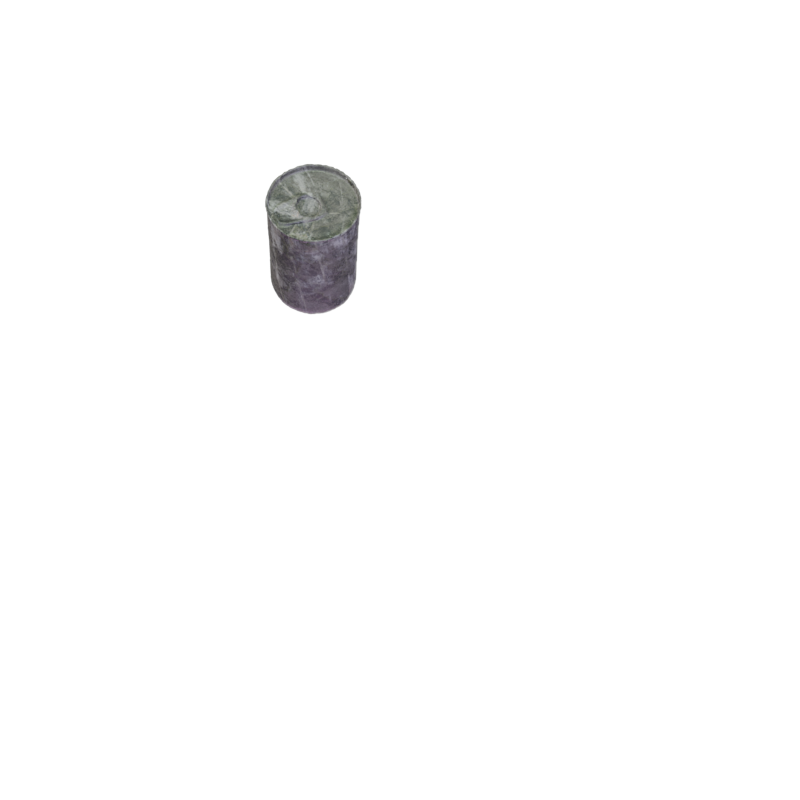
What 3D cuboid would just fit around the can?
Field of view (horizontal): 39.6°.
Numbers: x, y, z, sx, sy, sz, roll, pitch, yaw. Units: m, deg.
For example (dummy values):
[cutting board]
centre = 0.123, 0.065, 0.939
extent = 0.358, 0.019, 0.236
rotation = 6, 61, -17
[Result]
[can]
centre = -0.064, -0.117, 0.821
extent = 0.068, 0.073, 0.096
rotation = 0, -30, -3
